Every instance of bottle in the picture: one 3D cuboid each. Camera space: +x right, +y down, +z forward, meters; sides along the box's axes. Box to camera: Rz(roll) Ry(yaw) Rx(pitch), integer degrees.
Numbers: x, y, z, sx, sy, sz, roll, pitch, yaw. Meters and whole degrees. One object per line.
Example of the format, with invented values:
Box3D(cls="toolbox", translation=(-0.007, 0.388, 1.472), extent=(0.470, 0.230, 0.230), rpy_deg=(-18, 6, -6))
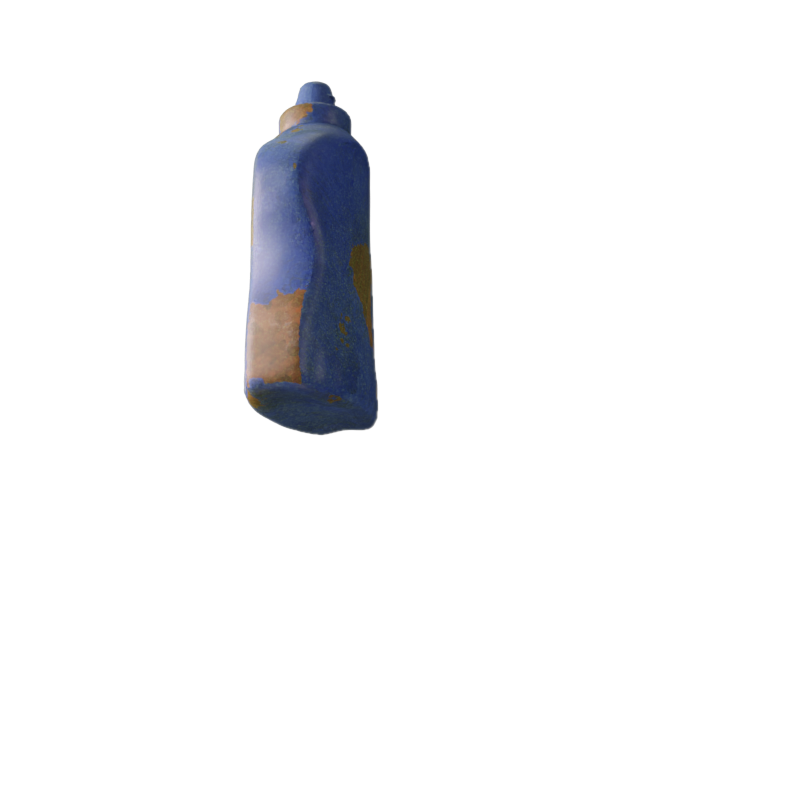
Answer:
Box3D(cls="bottle", translation=(-0.046, -0.085, 0.594), extent=(0.059, 0.202, 0.089), rpy_deg=(-11, -24, 21))
